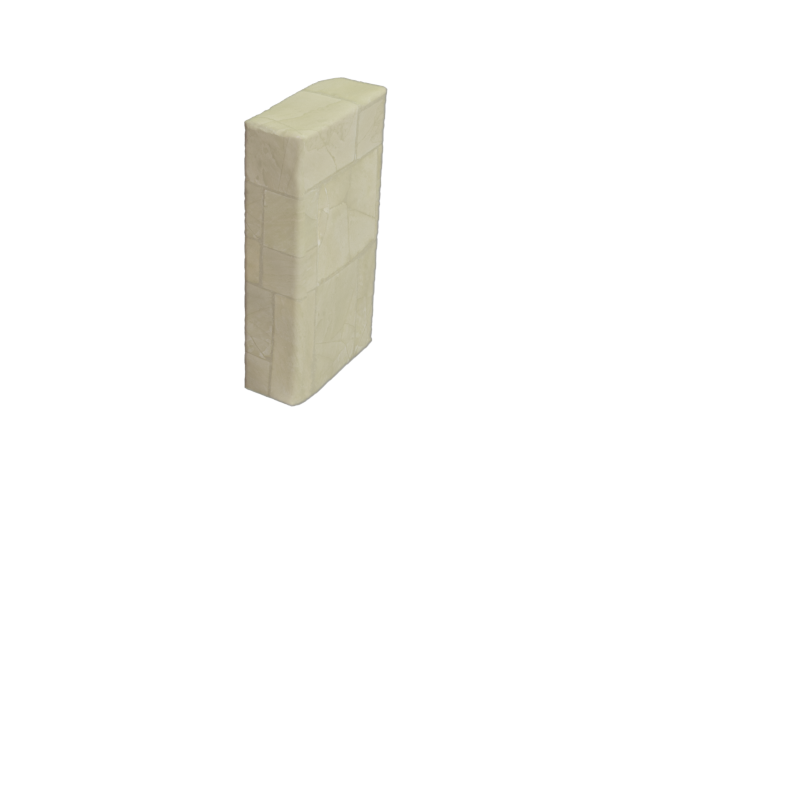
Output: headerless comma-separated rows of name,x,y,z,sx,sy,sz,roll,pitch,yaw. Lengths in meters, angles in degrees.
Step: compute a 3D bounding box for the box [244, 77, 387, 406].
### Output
box,-0.051,-0.093,0.652,0.050,0.166,0.095,16,33,24
